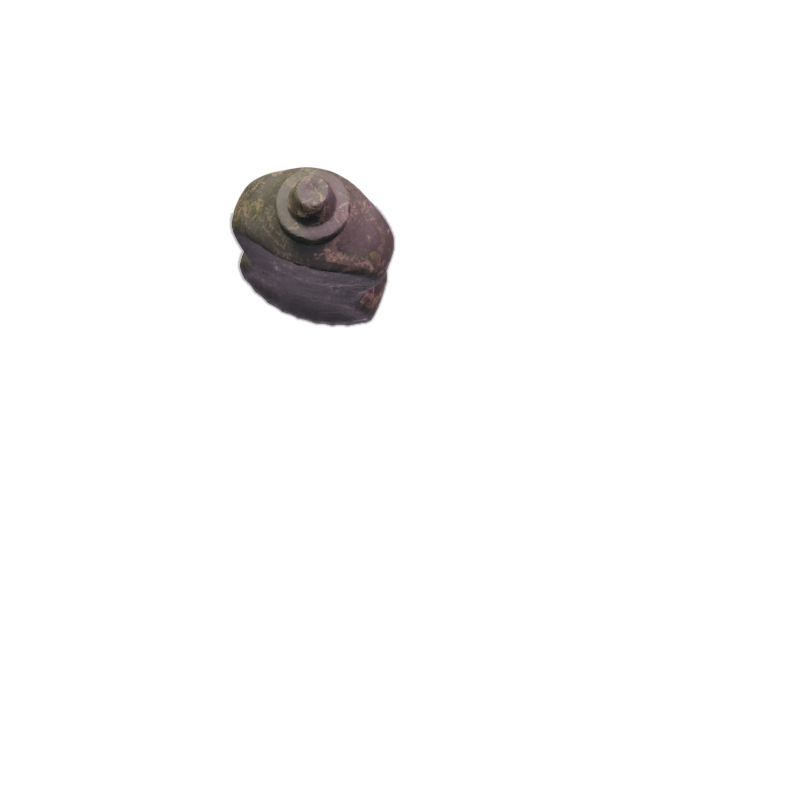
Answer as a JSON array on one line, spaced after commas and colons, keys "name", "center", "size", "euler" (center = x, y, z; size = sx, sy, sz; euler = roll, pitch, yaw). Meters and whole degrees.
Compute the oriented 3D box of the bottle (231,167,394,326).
[{"name": "bottle", "center": [-0.052, -0.094, 0.663], "size": [0.097, 0.060, 0.186], "euler": [22, -10, 1]}]
